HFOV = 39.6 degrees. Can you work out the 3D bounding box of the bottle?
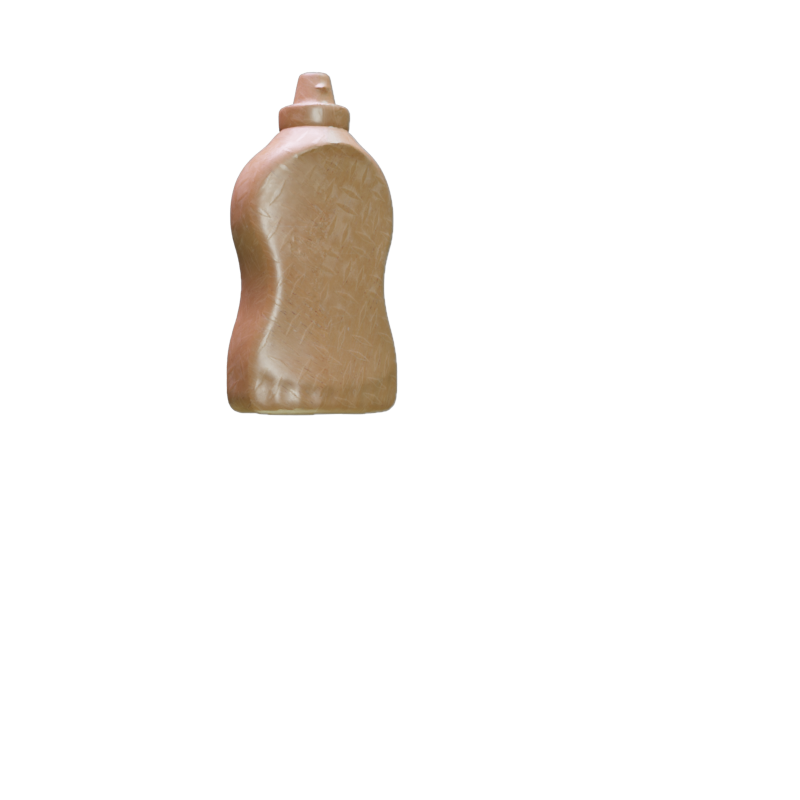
[{"bbox_3d":[-0.049,-0.089,0.624,0.093,0.195,0.060,3,-7,-29],"label":"bottle"}]
